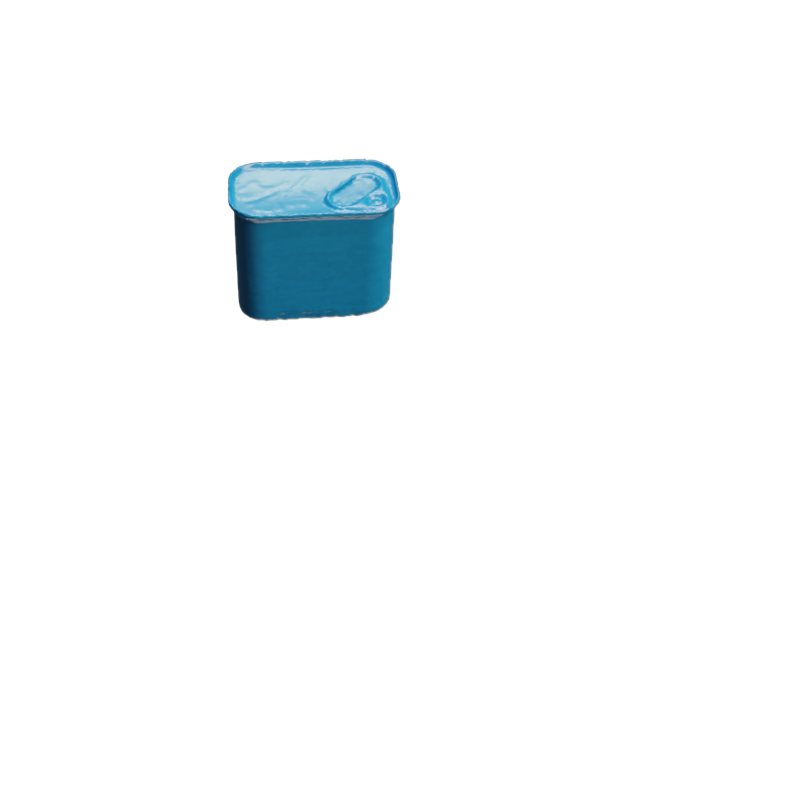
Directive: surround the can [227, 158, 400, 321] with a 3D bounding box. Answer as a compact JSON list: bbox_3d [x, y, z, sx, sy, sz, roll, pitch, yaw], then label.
[{"bbox_3d":[-0.053,-0.098,0.684,0.101,0.078,0.062,-2,41,-4],"label":"can"}]
